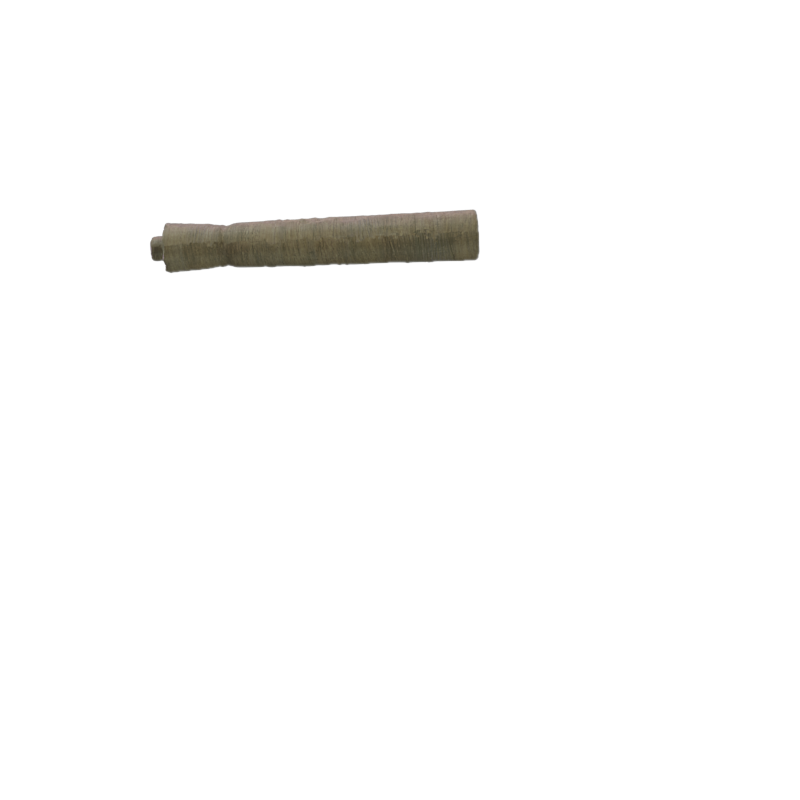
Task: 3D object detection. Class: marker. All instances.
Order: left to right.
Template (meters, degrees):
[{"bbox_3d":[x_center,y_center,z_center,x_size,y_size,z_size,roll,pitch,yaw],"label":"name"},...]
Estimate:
[{"bbox_3d":[-0.032,-0.059,0.411,0.121,0.020,0.020,-2,4,4],"label":"marker"}]
